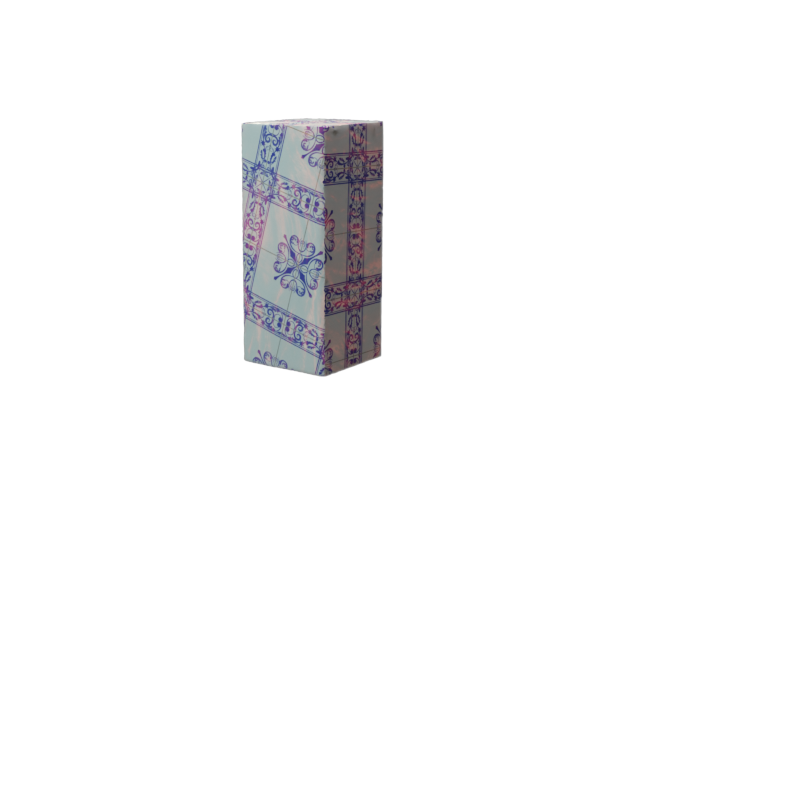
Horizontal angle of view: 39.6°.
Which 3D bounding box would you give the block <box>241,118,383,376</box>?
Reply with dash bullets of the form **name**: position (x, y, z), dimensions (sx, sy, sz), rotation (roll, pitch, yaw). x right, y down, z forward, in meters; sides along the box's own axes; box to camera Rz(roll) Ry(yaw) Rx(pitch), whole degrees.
- **block**: position (-0.074, -0.136, 0.951), dimensions (0.094, 0.201, 0.089), rotation (8, 13, 35)
